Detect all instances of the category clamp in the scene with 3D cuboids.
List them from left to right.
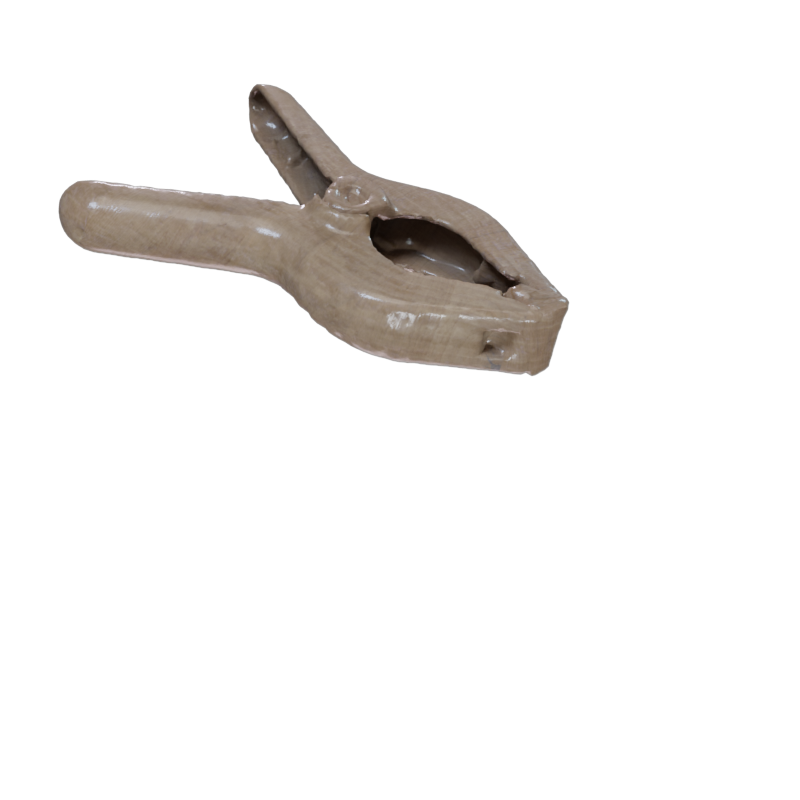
[{"bbox_3d":[-0.030,-0.055,0.383,0.183,0.036,0.121,33,52,30],"label":"clamp"}]
